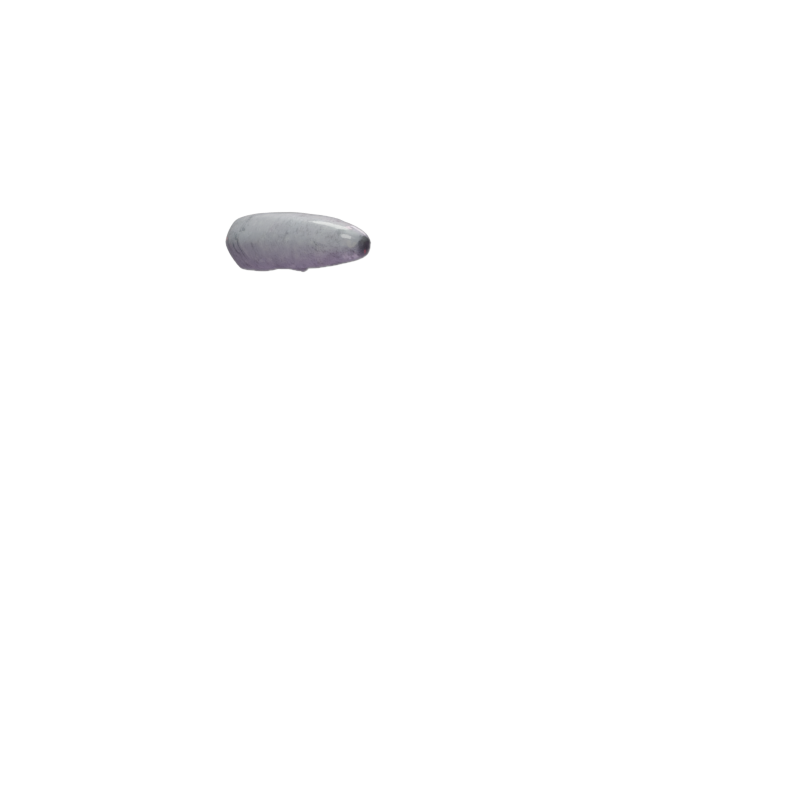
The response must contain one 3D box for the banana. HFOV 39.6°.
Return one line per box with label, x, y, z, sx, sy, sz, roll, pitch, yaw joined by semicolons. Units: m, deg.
banana;-0.075;-0.102;0.712;0.068;0.037;0.202;-1;6;-15
